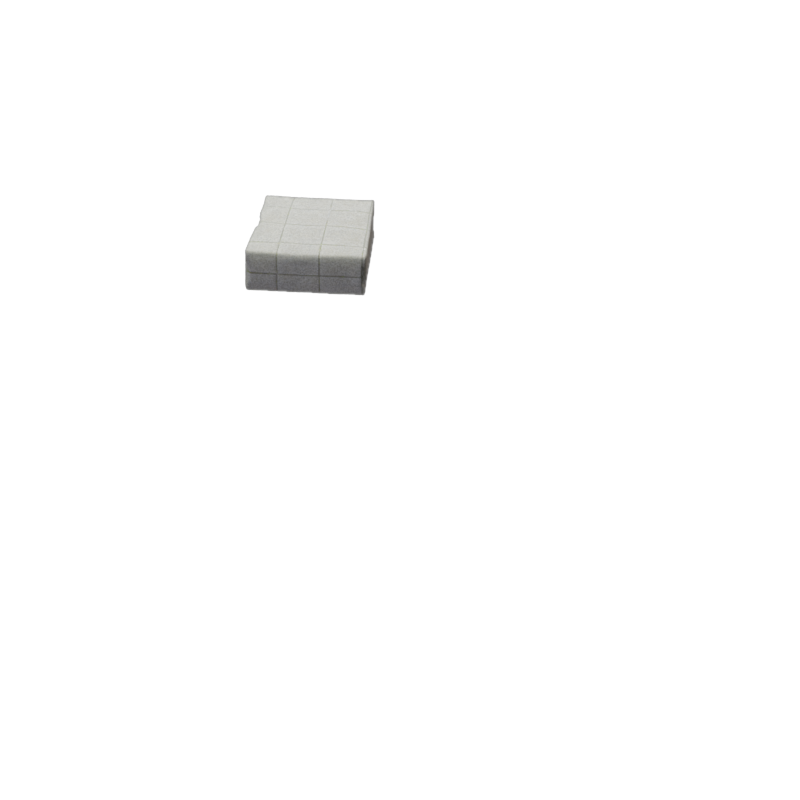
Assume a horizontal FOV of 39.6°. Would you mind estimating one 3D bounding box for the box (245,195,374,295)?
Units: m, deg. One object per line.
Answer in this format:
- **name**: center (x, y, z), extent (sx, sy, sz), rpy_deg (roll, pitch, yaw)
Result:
- **box**: center (-0.055, -0.100, 0.698), extent (0.074, 0.028, 0.094), rpy_deg (3, 32, 4)
